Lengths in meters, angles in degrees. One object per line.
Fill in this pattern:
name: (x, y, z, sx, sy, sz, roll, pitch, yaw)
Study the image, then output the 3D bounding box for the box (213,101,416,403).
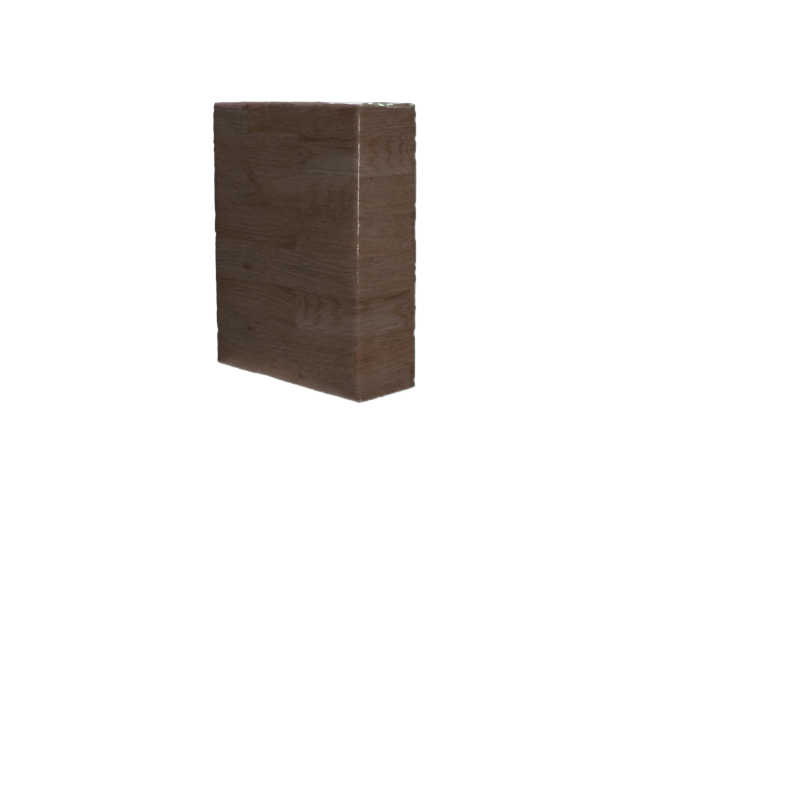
box: (-0.067, -0.122, 0.851, 0.173, 0.209, 0.070, 11, 14, 44)
